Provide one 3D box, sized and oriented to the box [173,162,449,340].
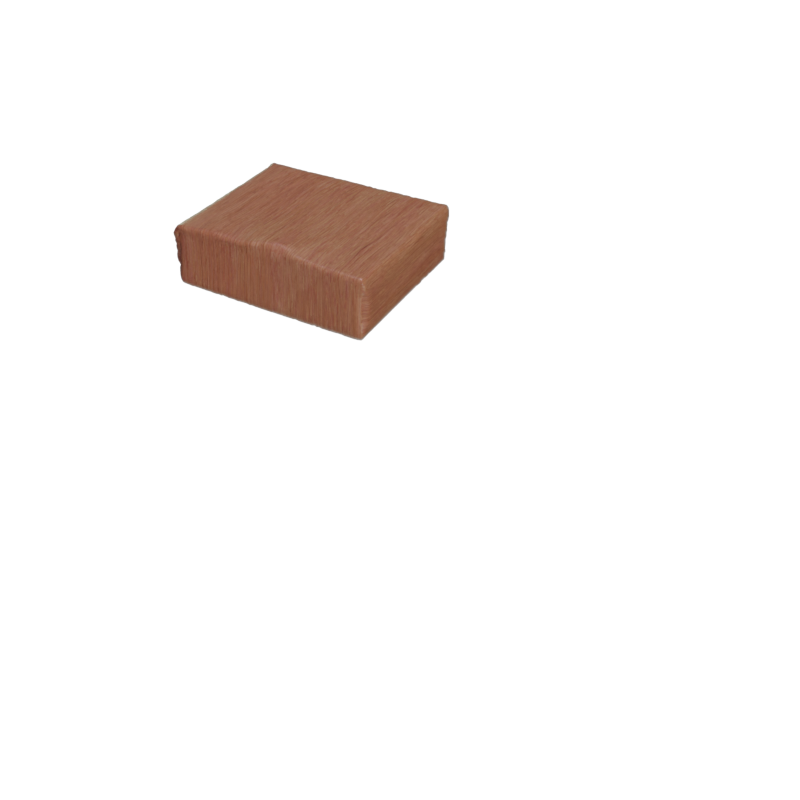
[{"bbox_3d":[-0.036,-0.065,0.456,0.093,0.028,0.074,18,38,25],"label":"box"}]
